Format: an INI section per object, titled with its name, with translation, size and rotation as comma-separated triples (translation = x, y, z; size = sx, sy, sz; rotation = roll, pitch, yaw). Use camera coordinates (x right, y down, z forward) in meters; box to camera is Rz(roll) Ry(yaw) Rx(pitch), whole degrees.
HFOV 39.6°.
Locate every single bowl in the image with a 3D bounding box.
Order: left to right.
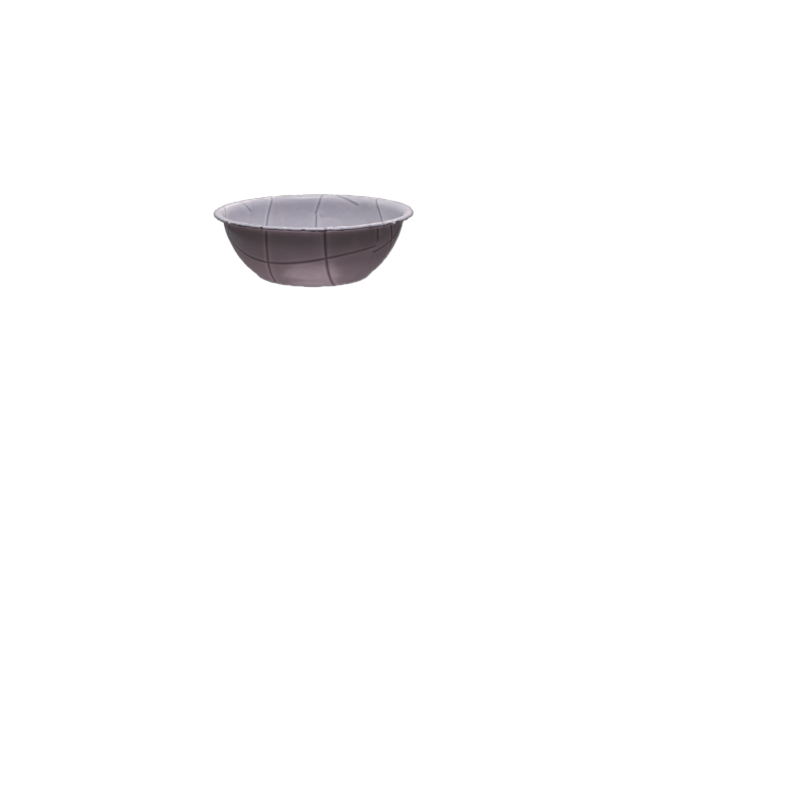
[bowl]
translation = -0.071, -0.129, 0.902
size = 0.162, 0.053, 0.168
rotation = -1, 18, -2
